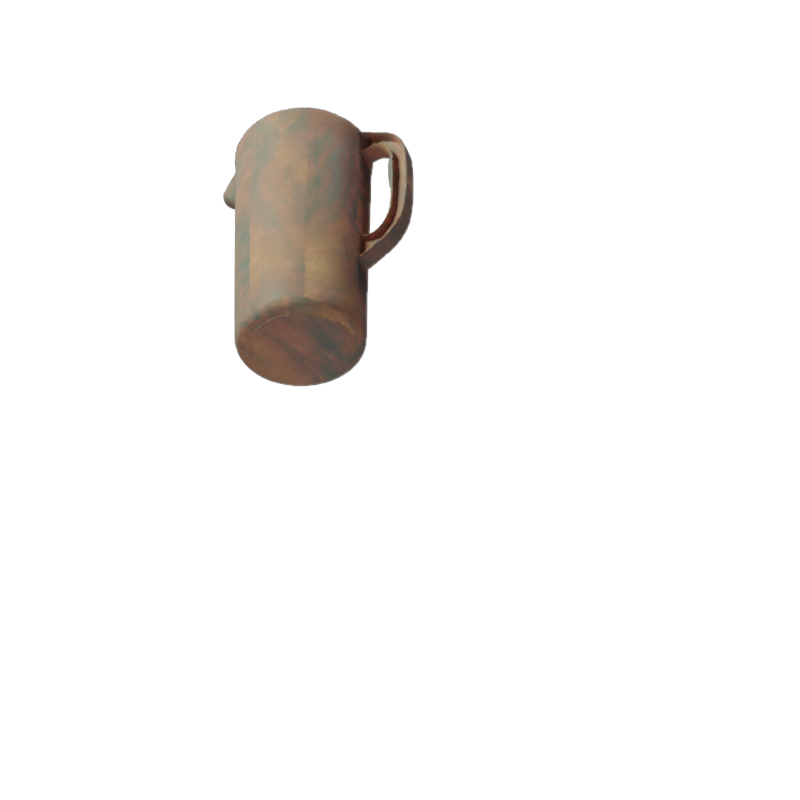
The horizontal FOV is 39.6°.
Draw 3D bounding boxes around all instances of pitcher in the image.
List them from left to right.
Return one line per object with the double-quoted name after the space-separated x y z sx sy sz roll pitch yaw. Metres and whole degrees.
-0.076 -0.139 0.975 0.140 0.261 0.143 15 -45 -19 "pitcher"
